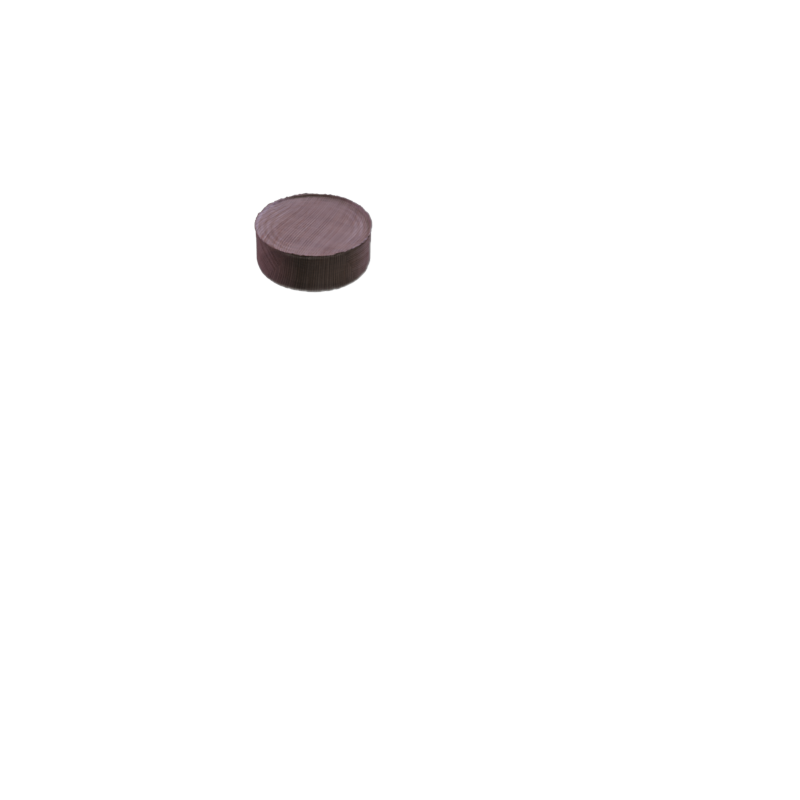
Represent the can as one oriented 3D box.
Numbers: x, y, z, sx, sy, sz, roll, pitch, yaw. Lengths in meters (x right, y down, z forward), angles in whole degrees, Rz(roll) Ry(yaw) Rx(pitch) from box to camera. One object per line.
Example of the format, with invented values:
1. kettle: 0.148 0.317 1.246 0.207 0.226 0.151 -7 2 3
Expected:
1. can: -0.064 -0.116 0.813 0.086 0.031 0.092 -1 38 -2
